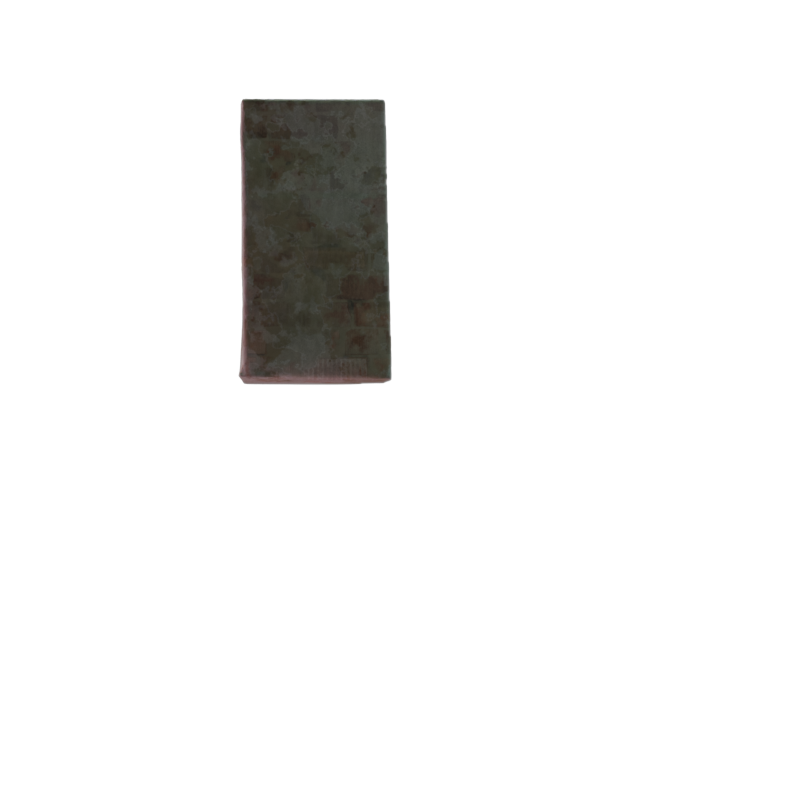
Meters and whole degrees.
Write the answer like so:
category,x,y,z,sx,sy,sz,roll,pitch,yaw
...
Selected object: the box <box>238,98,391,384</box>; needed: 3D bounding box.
category,x,y,z,sx,sy,sz,roll,pitch,yaw
box,-0.054,-0.099,0.696,0.093,0.181,0.047,0,-11,-4
